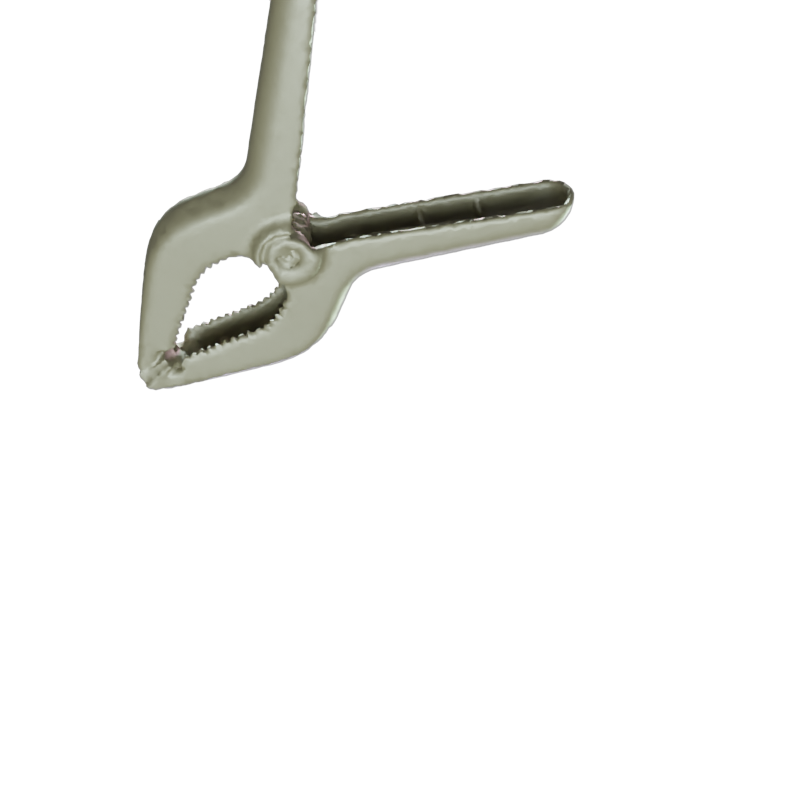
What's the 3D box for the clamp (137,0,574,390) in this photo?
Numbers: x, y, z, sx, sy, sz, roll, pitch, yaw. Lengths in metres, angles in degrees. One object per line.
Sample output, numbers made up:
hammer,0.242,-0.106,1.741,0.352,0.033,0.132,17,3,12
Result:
clamp,-0.039,-0.071,0.497,0.157,0.206,0.039,33,28,-20
